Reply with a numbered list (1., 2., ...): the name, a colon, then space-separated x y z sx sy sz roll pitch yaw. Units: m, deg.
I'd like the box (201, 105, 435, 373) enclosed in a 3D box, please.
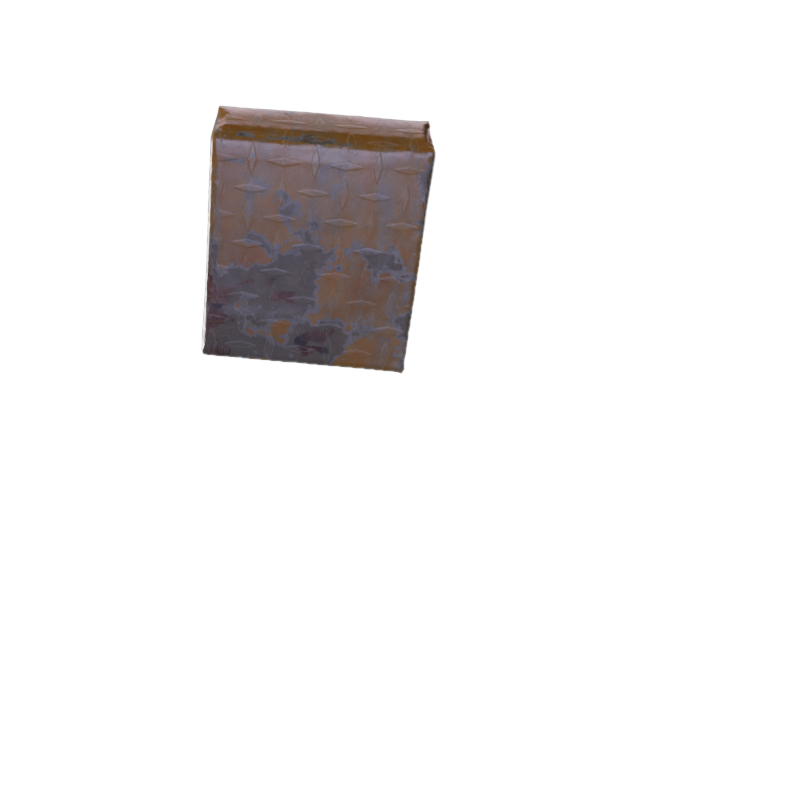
1. box: -0.030 -0.055 0.387 0.073 0.084 0.032 5 31 -4
